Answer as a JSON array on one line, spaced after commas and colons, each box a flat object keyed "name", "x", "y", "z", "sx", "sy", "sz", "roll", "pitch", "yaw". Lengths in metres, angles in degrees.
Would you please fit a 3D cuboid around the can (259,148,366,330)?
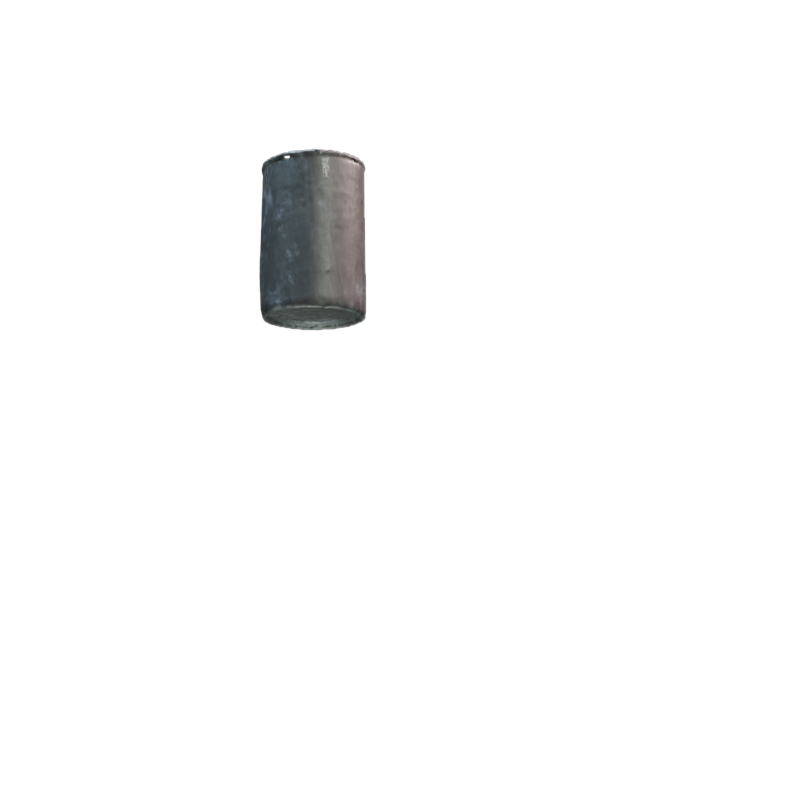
[{"name": "can", "x": -0.056, "y": -0.102, "z": 0.711, "sx": 0.068, "sy": 0.106, "sz": 0.066, "roll": 0, "pitch": -15, "yaw": -2}]
